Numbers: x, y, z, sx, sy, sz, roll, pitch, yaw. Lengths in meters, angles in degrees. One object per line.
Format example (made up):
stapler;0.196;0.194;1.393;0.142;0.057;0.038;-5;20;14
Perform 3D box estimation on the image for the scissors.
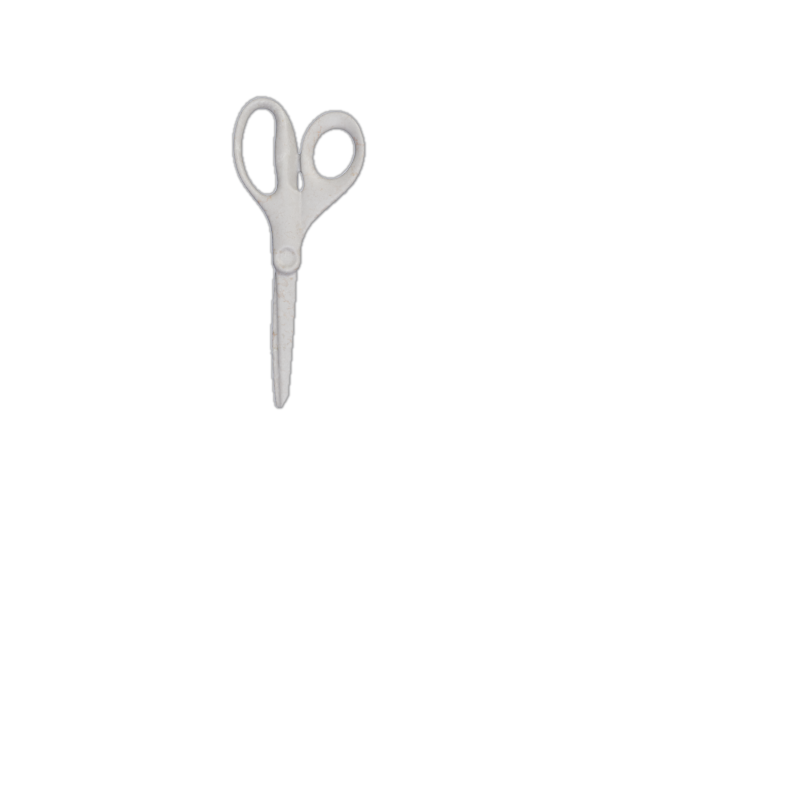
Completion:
scissors;-0.057;-0.104;0.729;0.096;0.204;0.016;-13;-5;-1
